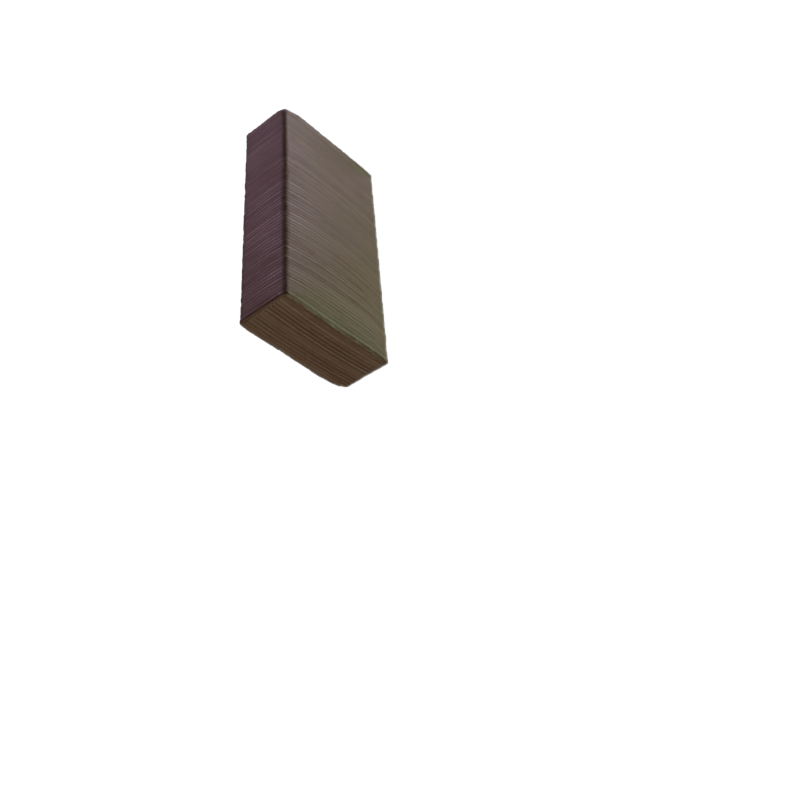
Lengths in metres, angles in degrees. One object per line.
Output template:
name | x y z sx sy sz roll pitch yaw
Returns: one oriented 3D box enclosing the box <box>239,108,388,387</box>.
box | -0.056 -0.103 0.720 0.048 0.189 0.087 -32 -48 30
